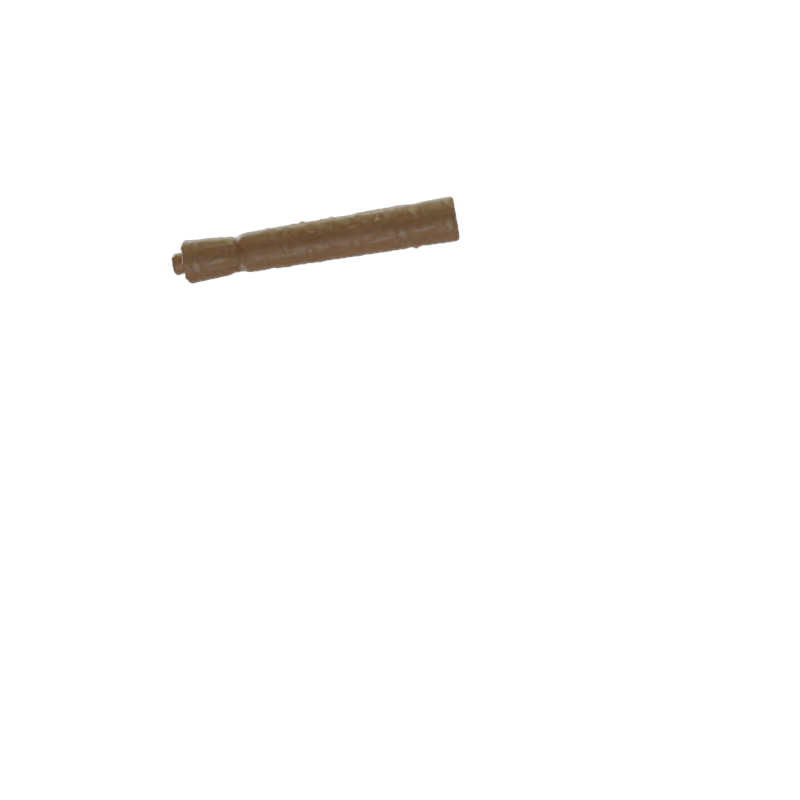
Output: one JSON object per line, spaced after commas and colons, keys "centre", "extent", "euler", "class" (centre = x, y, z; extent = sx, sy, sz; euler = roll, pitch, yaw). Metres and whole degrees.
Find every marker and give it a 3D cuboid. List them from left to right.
{"centre": [-0.036, -0.067, 0.466], "extent": [0.122, 0.020, 0.020], "euler": [-8, 3, 7], "class": "marker"}
